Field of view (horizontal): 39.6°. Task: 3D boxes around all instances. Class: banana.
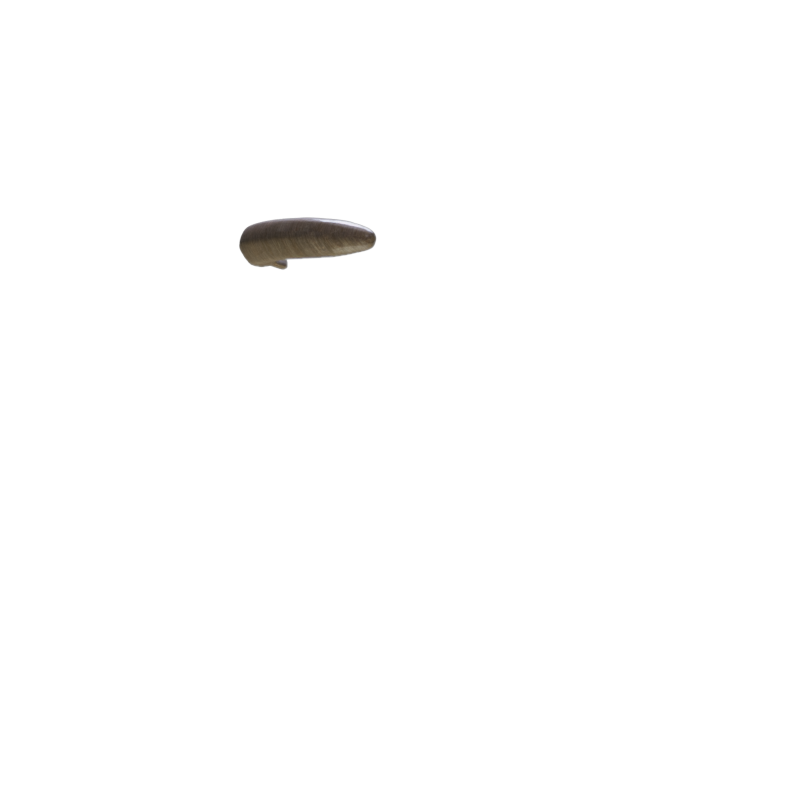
[{"bbox_3d":[-0.093,-0.137,0.957,0.067,0.037,0.203,-1,3,-27],"label":"banana"}]
